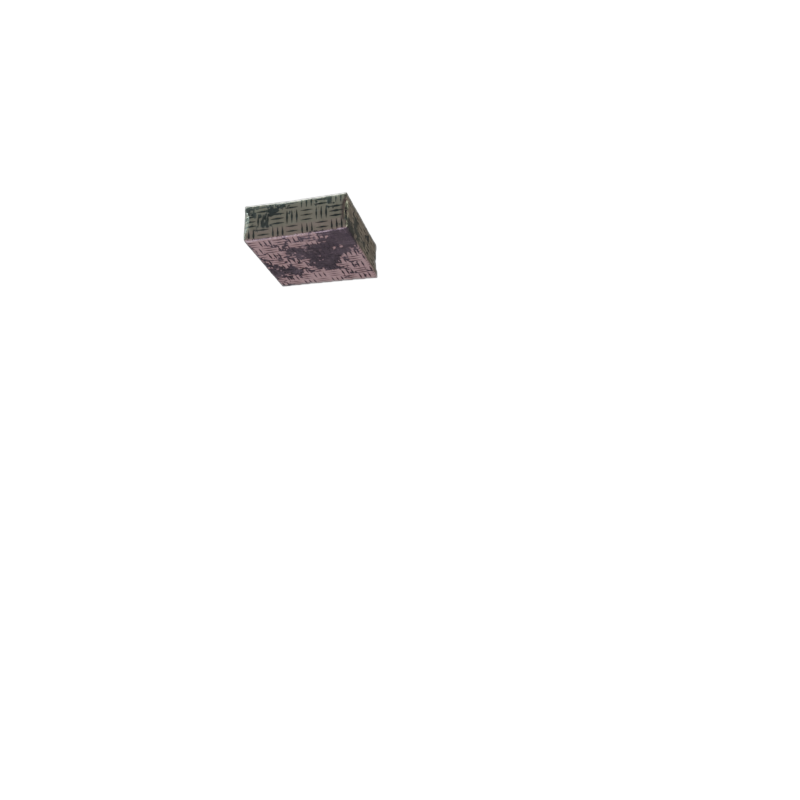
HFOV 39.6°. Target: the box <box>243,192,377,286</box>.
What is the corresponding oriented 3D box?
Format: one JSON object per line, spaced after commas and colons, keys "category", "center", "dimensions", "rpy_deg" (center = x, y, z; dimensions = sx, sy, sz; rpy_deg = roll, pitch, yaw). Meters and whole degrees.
{"category": "box", "center": [-0.061, -0.111, 0.777], "dimensions": [0.074, 0.032, 0.084], "rpy_deg": [-5, -19, 14]}
